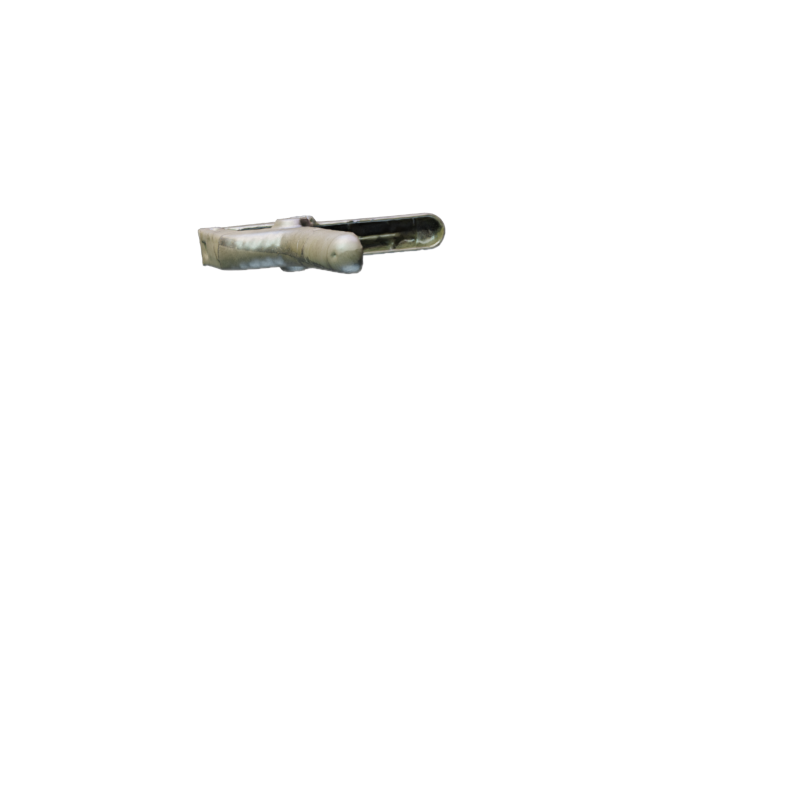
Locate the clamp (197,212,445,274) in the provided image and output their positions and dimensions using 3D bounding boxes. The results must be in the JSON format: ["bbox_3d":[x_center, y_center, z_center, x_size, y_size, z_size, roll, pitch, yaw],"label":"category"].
[{"bbox_3d":[-0.059,-0.107,0.747,0.179,0.039,0.117,9,14,40],"label":"clamp"}]
